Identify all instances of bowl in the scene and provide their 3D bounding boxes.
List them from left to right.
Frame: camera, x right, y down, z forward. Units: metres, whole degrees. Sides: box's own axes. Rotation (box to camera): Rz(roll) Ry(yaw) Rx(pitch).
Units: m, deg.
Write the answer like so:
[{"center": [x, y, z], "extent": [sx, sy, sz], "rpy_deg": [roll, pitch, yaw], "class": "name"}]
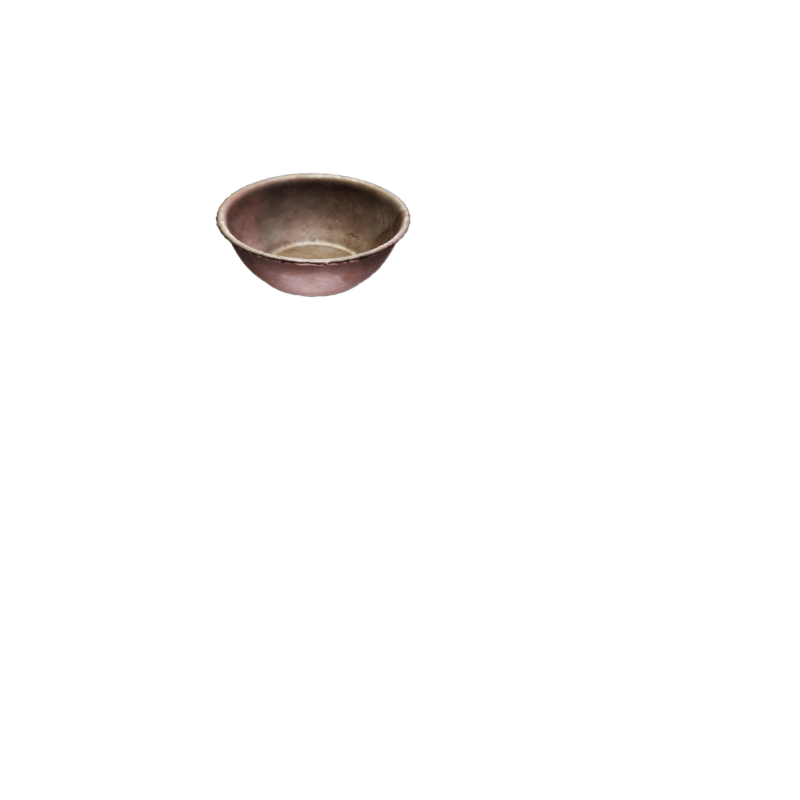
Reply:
[{"center": [-0.073, -0.133, 0.934], "extent": [0.162, 0.052, 0.173], "rpy_deg": [-1, 35, -2], "class": "bowl"}]
